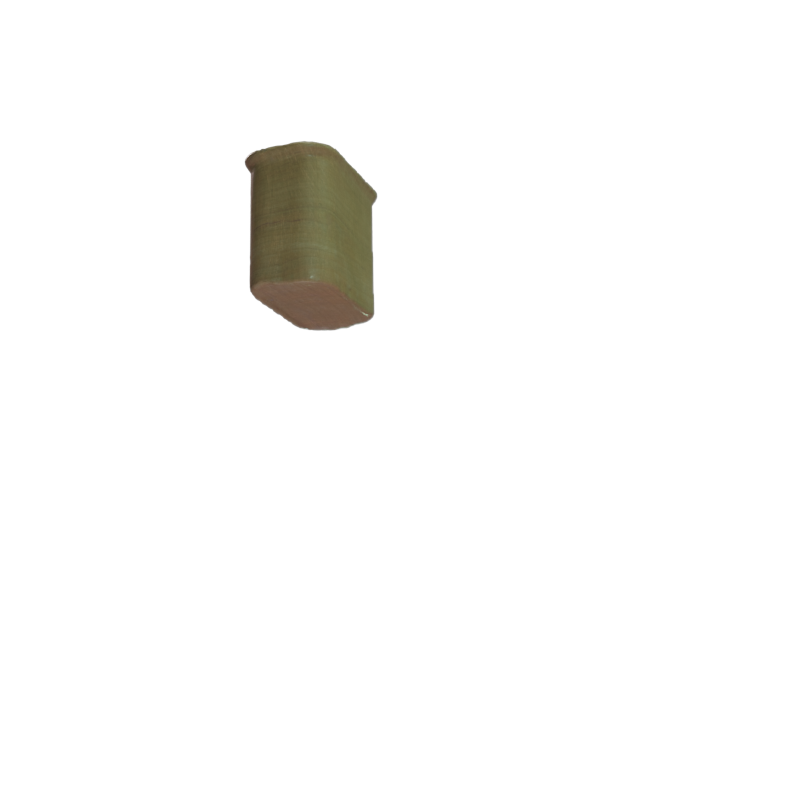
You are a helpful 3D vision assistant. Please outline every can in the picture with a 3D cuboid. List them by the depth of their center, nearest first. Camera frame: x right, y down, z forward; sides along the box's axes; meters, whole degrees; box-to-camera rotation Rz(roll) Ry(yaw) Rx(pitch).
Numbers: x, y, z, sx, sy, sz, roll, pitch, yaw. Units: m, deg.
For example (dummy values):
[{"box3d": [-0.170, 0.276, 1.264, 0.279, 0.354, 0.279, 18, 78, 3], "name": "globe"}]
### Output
[{"box3d": [-0.052, -0.095, 0.663, 0.058, 0.088, 0.096, -8, -18, 19], "name": "can"}]
